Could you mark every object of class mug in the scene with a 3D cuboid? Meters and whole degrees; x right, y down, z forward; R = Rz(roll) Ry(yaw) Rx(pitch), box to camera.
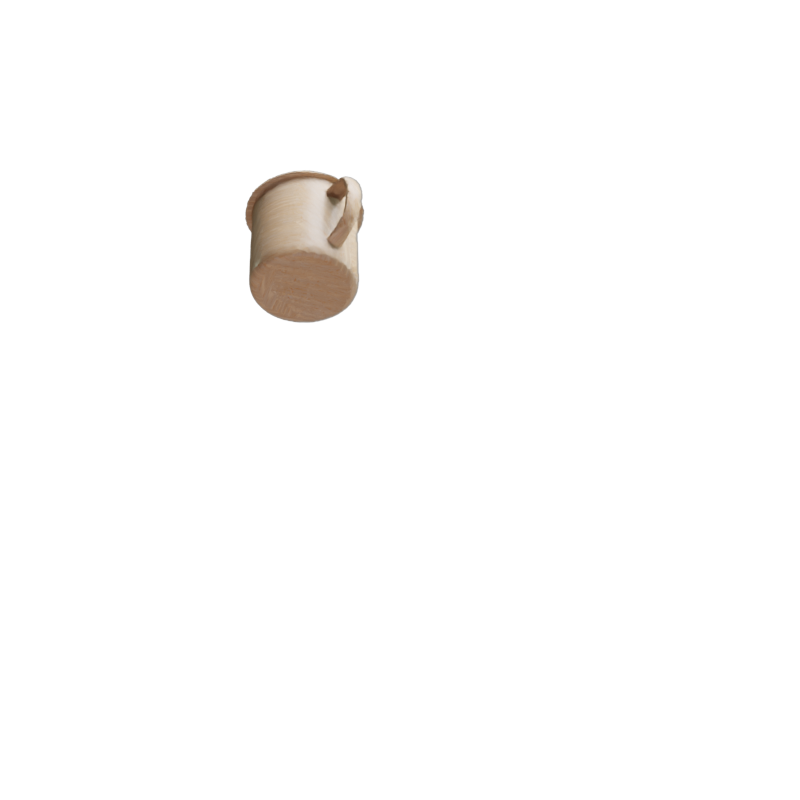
[{"bbox_3d":[-0.065,-0.119,0.835,0.088,0.087,0.115,26,-48,-28],"label":"mug"}]
